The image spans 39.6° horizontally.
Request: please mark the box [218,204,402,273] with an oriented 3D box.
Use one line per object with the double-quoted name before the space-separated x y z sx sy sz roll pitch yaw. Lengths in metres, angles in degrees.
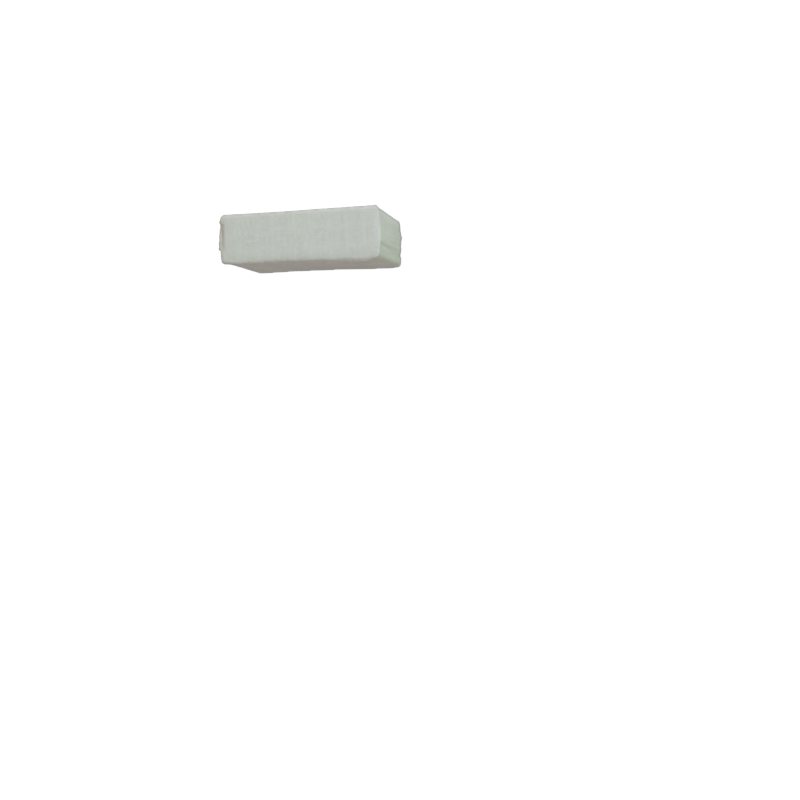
"box" -0.062 -0.112 0.786 0.115 0.039 0.088 0 2 12
